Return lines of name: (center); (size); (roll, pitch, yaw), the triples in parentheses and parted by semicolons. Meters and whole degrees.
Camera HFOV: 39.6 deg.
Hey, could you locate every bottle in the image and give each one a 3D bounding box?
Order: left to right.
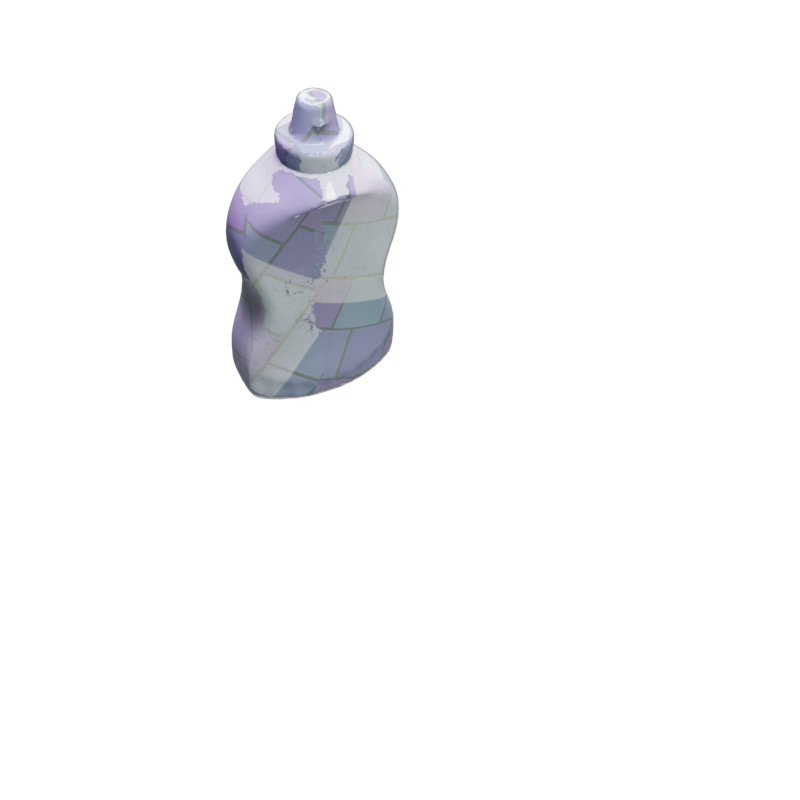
bottle: (-0.048, -0.087, 0.613); (0.095, 0.179, 0.063); (-16, 47, -19)
